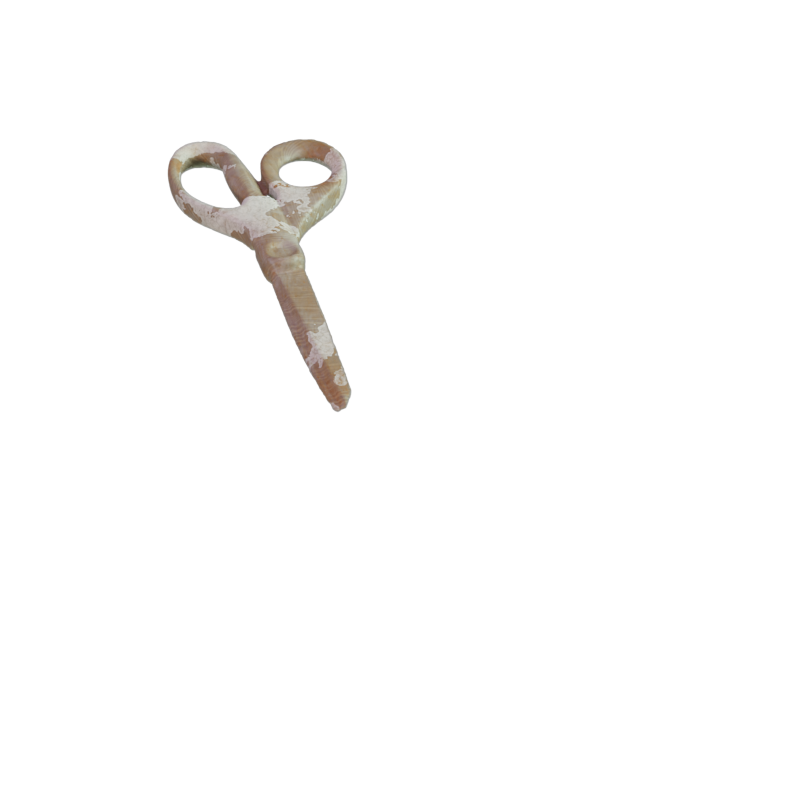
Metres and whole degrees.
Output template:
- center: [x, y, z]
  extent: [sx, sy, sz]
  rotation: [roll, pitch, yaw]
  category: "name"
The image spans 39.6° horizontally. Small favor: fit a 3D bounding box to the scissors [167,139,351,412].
- center: [-0.039, -0.071, 0.499]
  extent: [0.095, 0.015, 0.218]
  rotation: [-21, 44, -24]
  category: "scissors"
